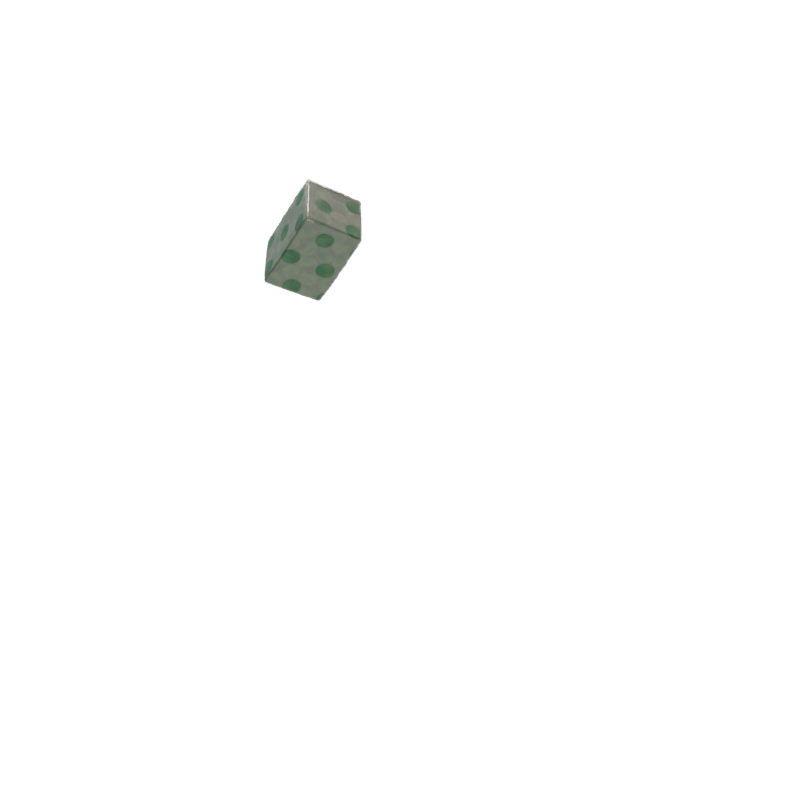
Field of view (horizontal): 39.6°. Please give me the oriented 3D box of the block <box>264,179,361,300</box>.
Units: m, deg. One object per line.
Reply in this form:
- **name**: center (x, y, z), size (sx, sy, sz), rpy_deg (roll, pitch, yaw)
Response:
- **block**: center (-0.072, -0.131, 0.919), size (0.051, 0.055, 0.075), rpy_deg (22, -51, -22)
